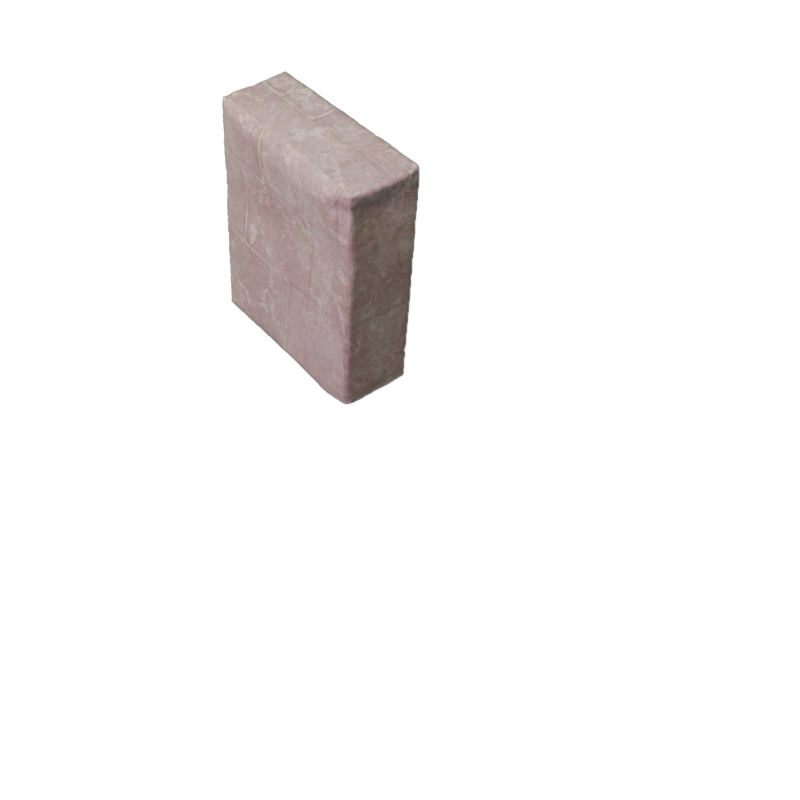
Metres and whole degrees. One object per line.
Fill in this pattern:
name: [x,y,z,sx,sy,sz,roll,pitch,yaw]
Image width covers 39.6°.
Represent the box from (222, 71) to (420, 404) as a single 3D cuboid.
box: [-0.069,-0.125,0.875,0.072,0.199,0.176,-27,51,-28]
